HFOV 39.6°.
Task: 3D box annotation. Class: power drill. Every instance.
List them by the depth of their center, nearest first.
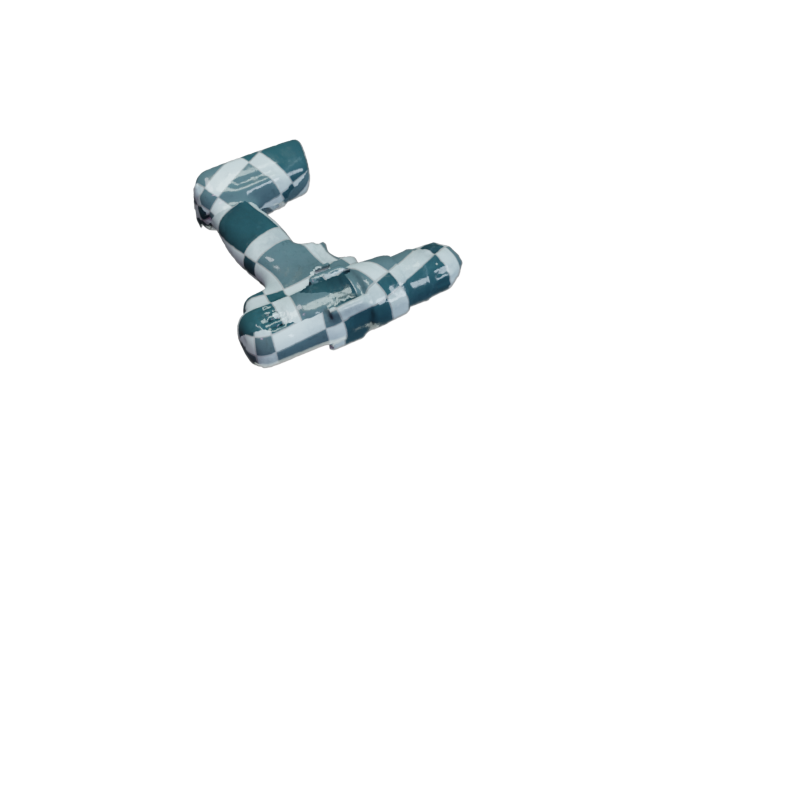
[{"bbox_3d":[-0.069,-0.126,0.882,0.183,0.203,0.053,-22,-37,-18],"label":"power drill"}]
